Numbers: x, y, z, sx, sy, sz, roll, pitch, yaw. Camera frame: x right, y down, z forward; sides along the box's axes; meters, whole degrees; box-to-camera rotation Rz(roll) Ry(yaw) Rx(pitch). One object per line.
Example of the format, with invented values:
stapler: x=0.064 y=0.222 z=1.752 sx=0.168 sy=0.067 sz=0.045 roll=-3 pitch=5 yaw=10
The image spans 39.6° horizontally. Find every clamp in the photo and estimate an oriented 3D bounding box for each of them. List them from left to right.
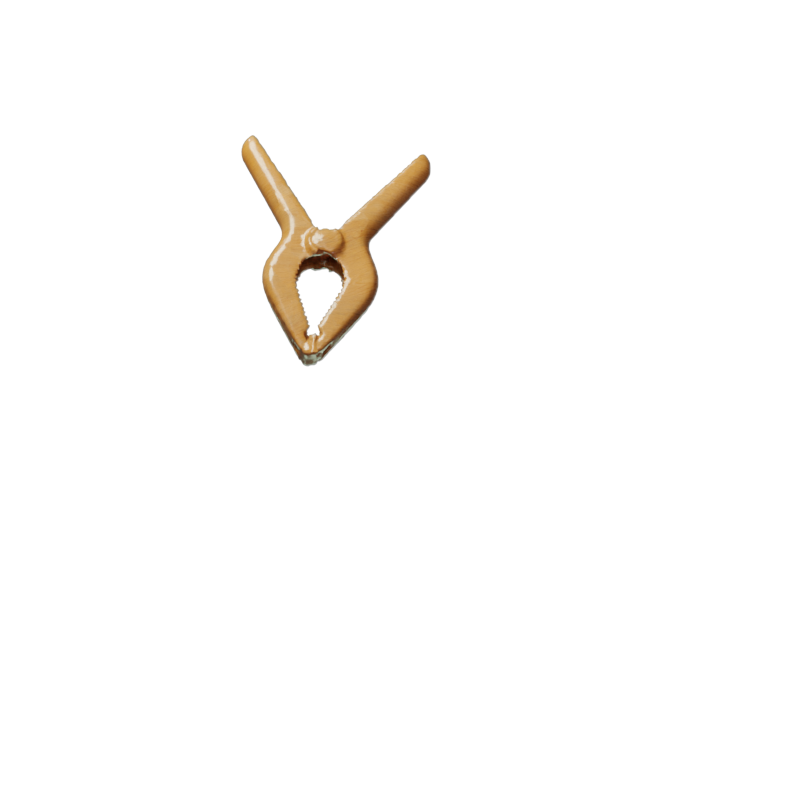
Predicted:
clamp: x=-0.073 y=-0.132 z=0.927 sx=0.166 sy=0.220 sz=0.034 roll=11 pitch=-26 yaw=5
